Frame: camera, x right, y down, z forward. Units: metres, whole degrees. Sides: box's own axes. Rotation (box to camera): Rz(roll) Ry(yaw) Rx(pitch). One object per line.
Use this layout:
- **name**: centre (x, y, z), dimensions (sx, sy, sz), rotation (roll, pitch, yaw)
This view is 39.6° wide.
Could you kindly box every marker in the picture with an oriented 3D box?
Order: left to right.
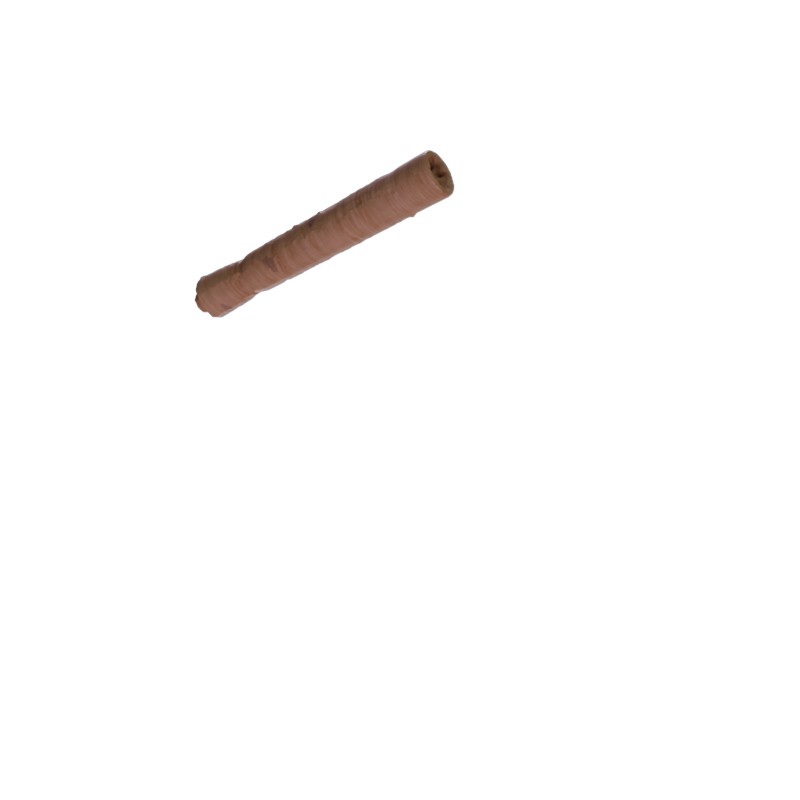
- **marker**: centre (-0.034, -0.062, 0.432), dimensions (0.121, 0.020, 0.019), rotation (-24, -9, 29)
